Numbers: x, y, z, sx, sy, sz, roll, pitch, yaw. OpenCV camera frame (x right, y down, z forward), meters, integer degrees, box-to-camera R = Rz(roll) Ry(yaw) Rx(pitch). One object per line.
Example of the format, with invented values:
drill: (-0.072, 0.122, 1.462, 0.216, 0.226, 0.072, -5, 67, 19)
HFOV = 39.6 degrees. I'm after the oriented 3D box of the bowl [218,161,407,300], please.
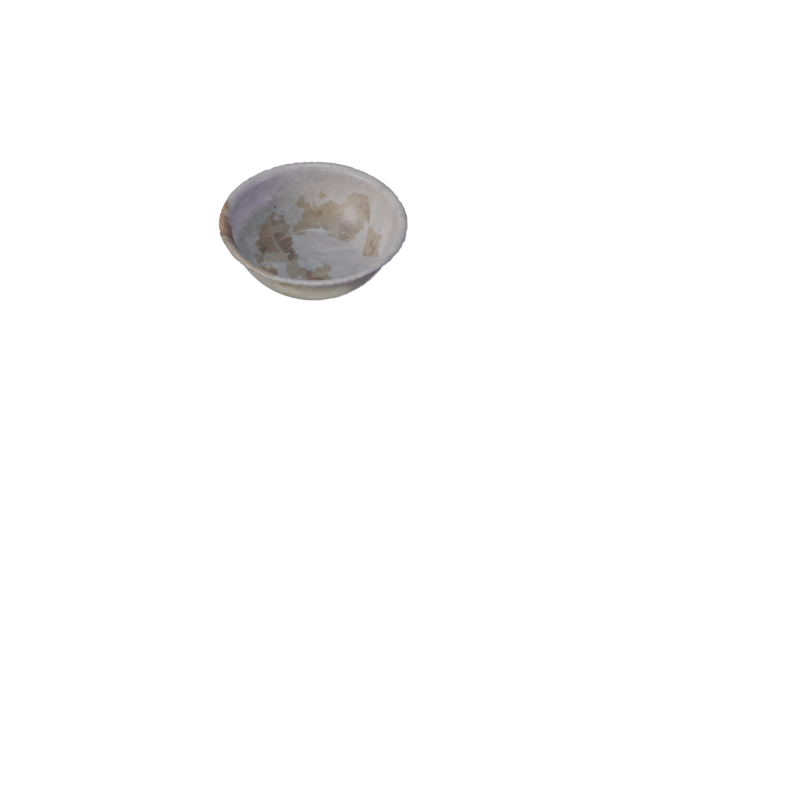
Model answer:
bowl: (-0.076, -0.138, 0.967, 0.162, 0.174, 0.051, -1, -44, -1)
